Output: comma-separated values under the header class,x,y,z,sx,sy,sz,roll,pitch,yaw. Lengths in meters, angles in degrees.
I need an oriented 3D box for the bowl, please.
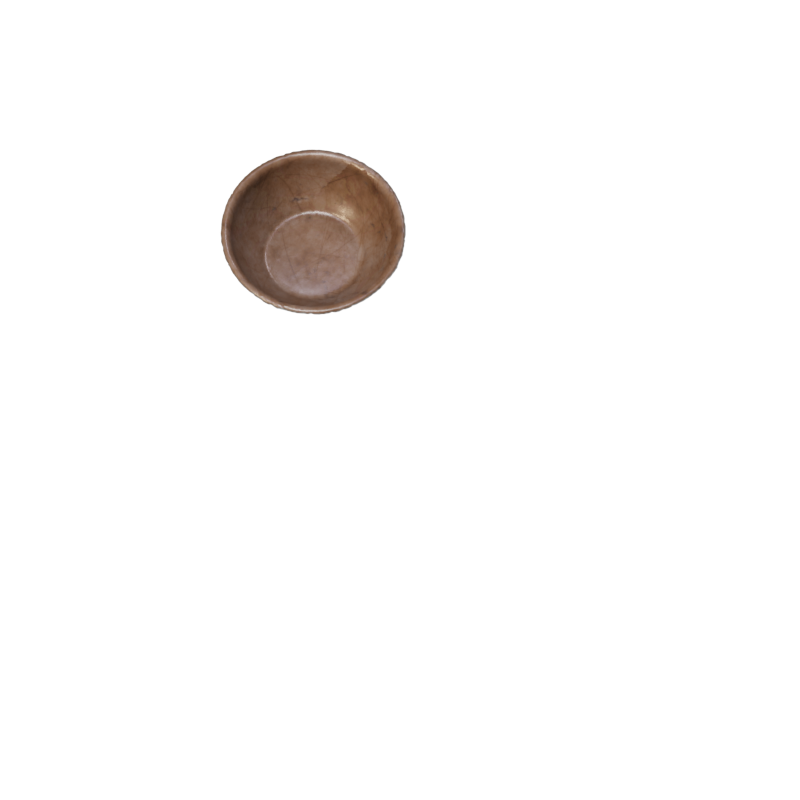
class,x,y,z,sx,sy,sz,roll,pitch,yaw
bowl,-0.077,-0.141,0.989,0.162,0.171,0.052,-1,-25,-1
